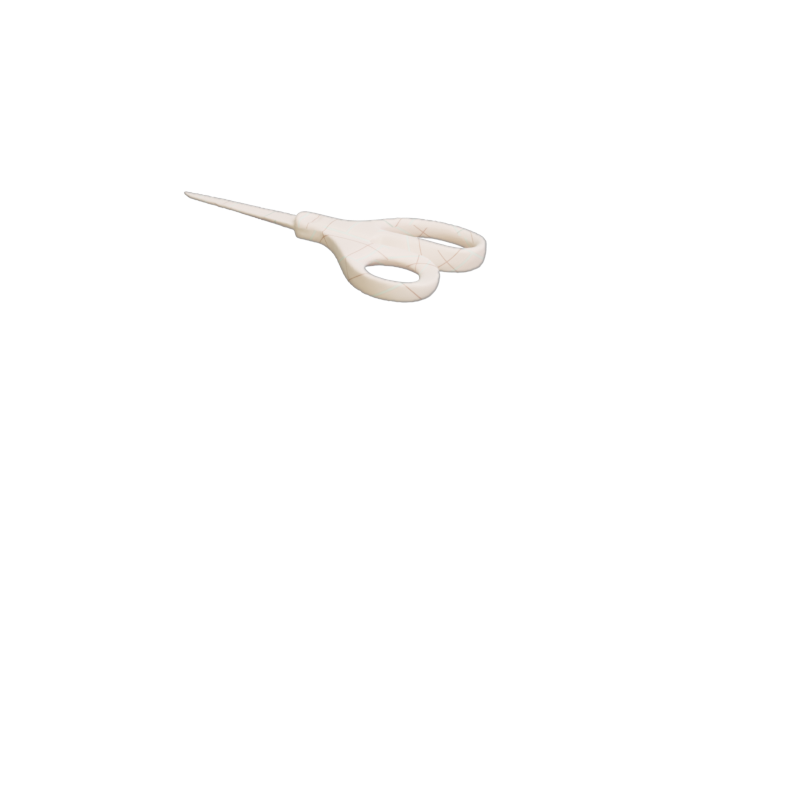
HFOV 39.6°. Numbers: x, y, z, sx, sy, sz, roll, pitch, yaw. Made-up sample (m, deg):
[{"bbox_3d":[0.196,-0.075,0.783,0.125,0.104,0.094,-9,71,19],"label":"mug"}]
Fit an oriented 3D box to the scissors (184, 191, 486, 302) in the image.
[{"bbox_3d":[-0.052,-0.094,0.660,0.206,0.015,0.100,9,33,13],"label":"scissors"}]
